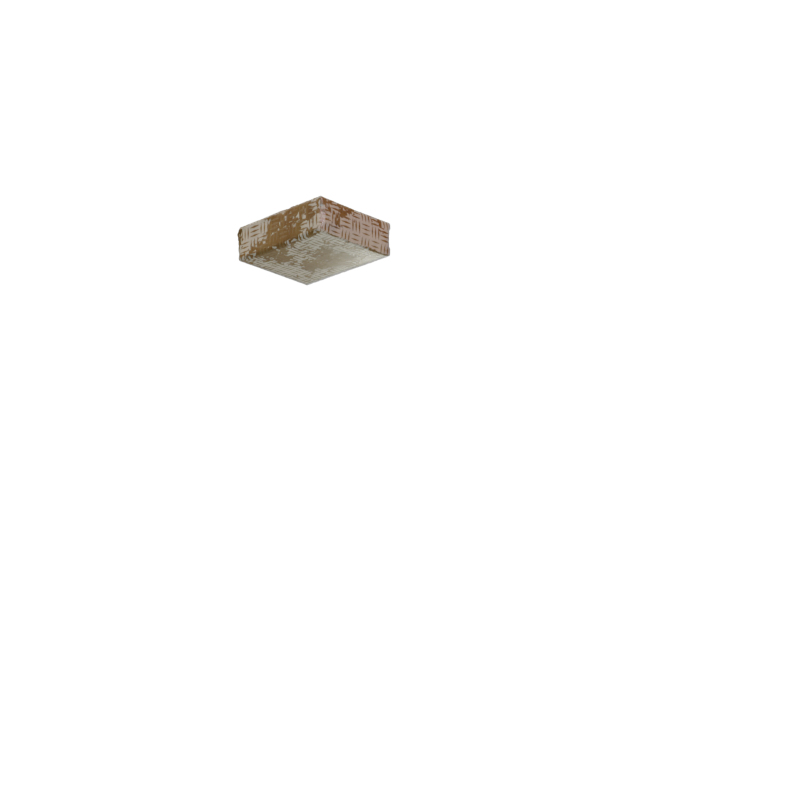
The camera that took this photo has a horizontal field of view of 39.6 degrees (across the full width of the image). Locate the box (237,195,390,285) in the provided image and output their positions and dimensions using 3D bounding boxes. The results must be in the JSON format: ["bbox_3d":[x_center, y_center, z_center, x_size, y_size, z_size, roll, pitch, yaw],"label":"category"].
[{"bbox_3d":[-0.064,-0.116,0.813,0.091,0.031,0.069,-13,-20,41],"label":"box"}]
